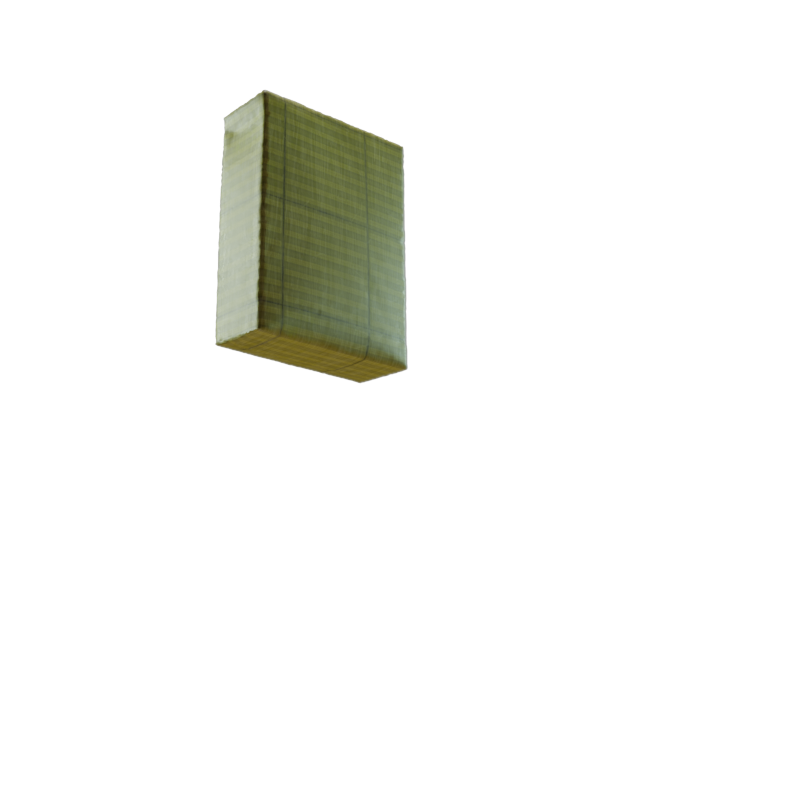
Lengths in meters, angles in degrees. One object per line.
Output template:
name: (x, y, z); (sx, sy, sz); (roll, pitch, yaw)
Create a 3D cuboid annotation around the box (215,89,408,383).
box: (-0.075, -0.136, 0.952); (0.155, 0.225, 0.072); (15, -27, -39)
